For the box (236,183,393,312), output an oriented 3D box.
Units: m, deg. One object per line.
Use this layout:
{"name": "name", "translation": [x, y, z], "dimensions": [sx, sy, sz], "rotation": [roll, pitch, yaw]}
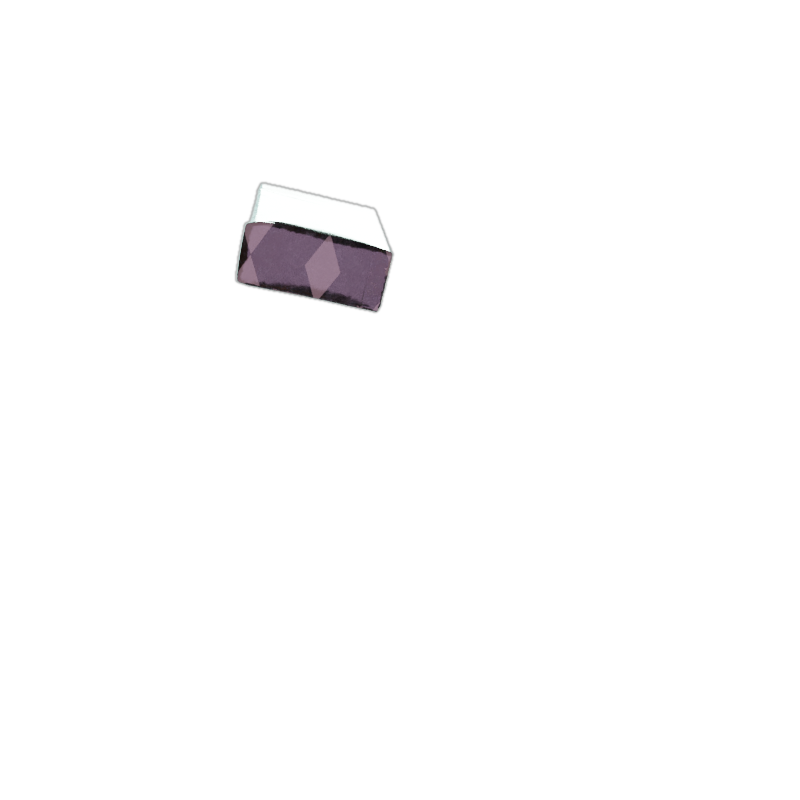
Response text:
{"name": "box", "translation": [-0.059, -0.108, 0.759], "dimensions": [0.093, 0.047, 0.182], "rotation": [12, 14, -6]}
